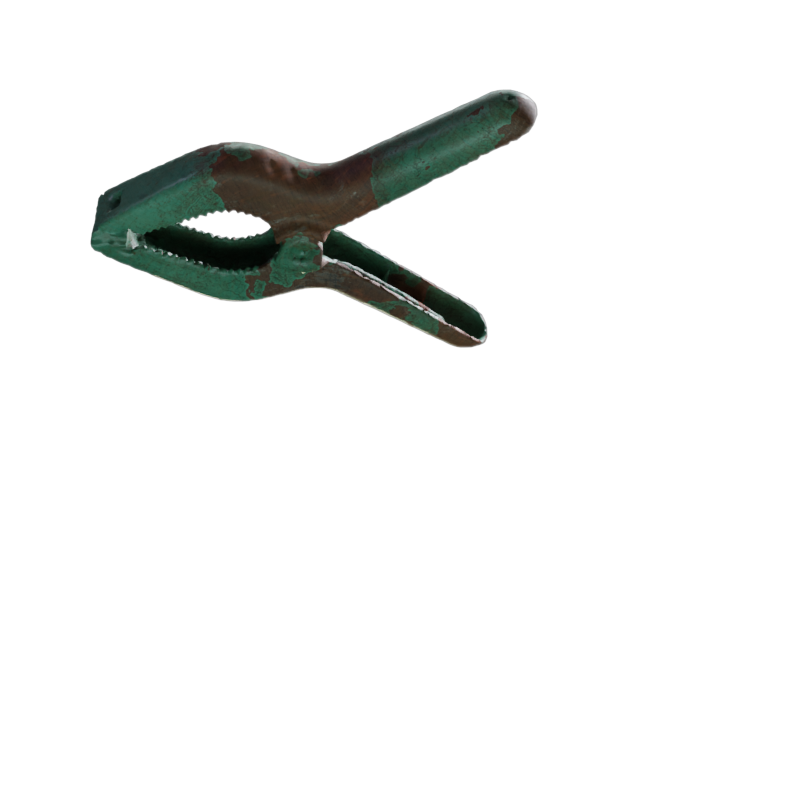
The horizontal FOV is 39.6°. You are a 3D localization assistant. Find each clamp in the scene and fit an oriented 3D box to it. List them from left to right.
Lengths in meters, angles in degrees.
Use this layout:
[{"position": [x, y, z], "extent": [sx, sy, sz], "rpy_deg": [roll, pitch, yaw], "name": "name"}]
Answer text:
[{"position": [-0.043, -0.078, 0.545], "extent": [0.211, 0.039, 0.153], "rpy_deg": [-3, -41, 3], "name": "clamp"}]
